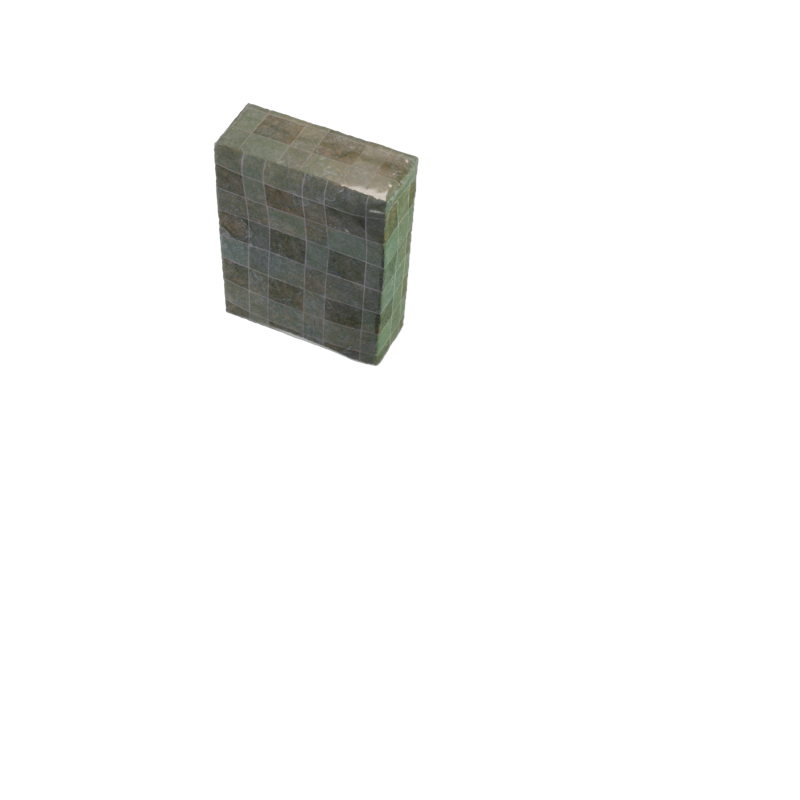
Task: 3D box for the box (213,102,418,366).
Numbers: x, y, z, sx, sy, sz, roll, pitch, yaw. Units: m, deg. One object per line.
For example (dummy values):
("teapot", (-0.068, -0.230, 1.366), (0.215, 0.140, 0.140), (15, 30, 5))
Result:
("box", (-0.077, -0.141, 0.988), (0.170, 0.074, 0.199), (22, -38, 15))
